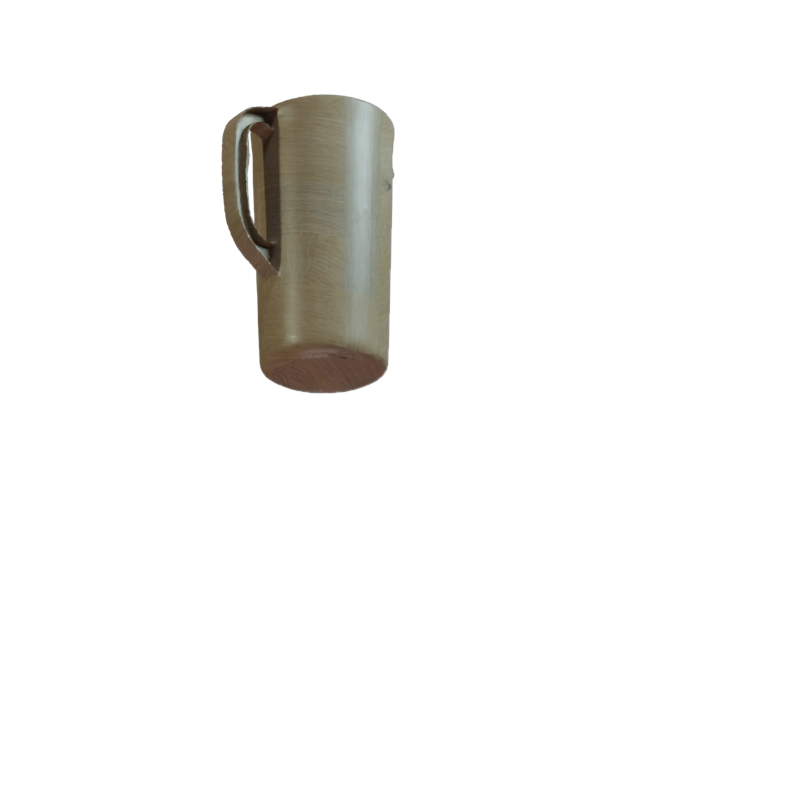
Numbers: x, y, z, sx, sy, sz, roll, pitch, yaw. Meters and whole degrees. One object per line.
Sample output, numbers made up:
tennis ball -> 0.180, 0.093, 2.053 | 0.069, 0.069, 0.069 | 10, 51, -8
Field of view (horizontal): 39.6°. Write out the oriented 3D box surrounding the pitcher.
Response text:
pitcher -> -0.076, -0.138, 0.967 | 0.149, 0.257, 0.137 | -2, -24, 1
